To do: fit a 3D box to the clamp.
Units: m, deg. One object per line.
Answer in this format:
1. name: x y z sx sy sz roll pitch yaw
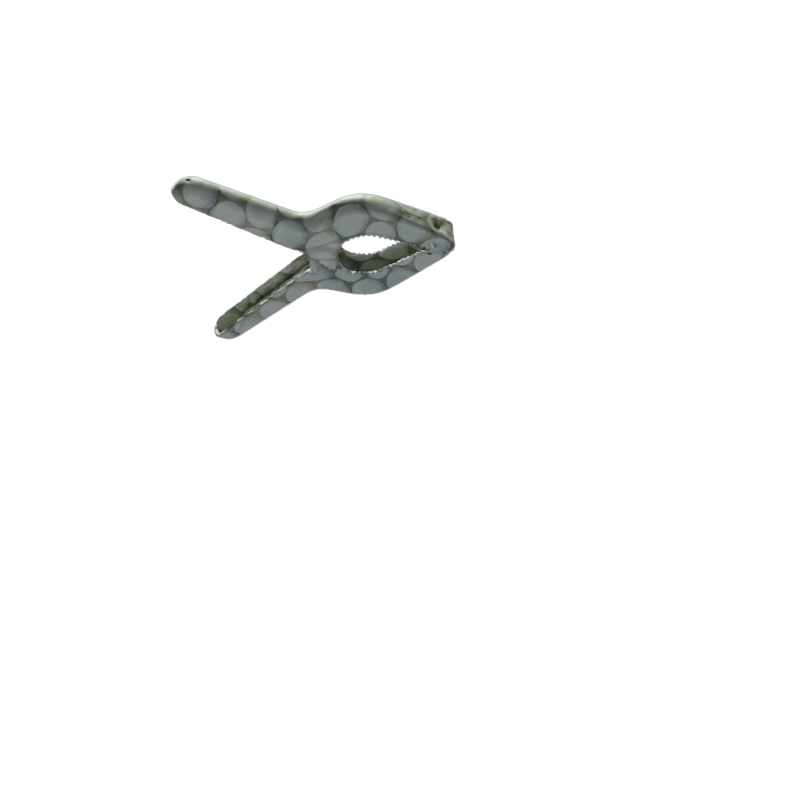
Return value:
1. clamp: -0.066 -0.121 0.847 0.212 0.039 0.152 -10 -43 10
